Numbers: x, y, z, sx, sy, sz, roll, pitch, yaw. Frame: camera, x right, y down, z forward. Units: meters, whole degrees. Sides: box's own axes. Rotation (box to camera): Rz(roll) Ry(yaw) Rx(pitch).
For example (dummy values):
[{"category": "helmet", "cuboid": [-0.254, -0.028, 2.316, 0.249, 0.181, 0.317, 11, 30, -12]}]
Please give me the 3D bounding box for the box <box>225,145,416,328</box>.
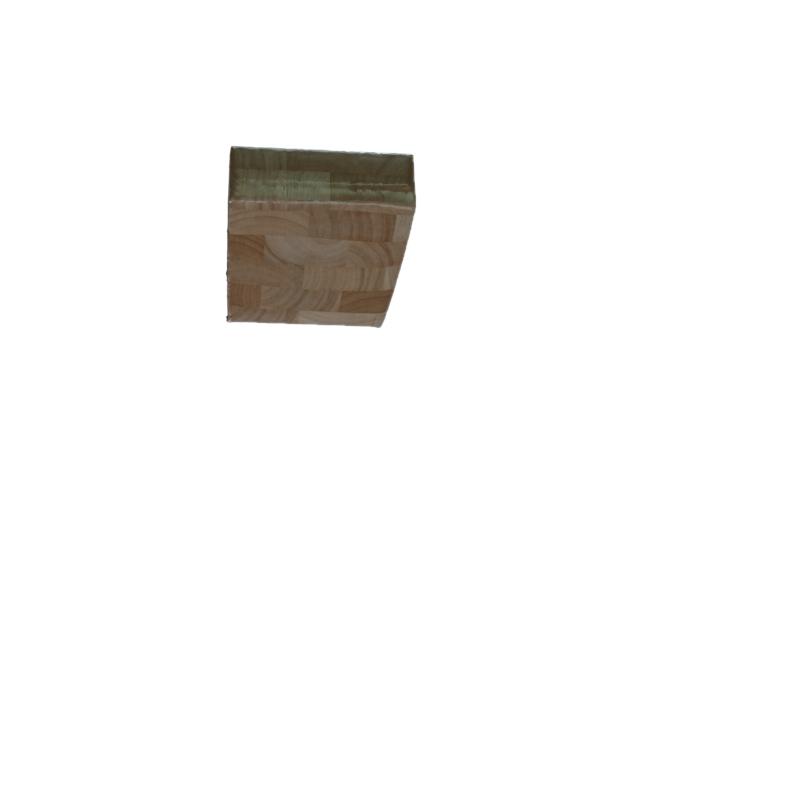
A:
[{"category": "box", "cuboid": [-0.044, -0.081, 0.567, 0.089, 0.042, 0.107, 4, -33, -6]}]
